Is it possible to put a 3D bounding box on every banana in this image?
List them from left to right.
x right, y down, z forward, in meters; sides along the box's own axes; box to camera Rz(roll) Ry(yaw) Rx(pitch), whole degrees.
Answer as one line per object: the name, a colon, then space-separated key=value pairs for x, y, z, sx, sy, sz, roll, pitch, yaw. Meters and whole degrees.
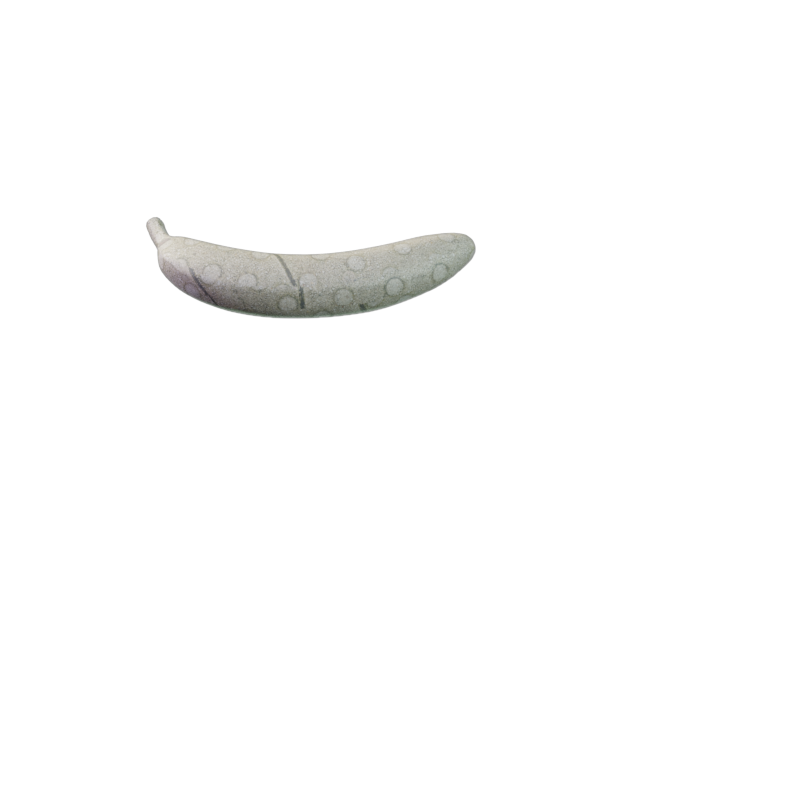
banana: x=-0.056 y=-0.077 z=0.638 sx=0.199 sy=0.074 sz=0.034 roll=5 pitch=-33 yaw=3
